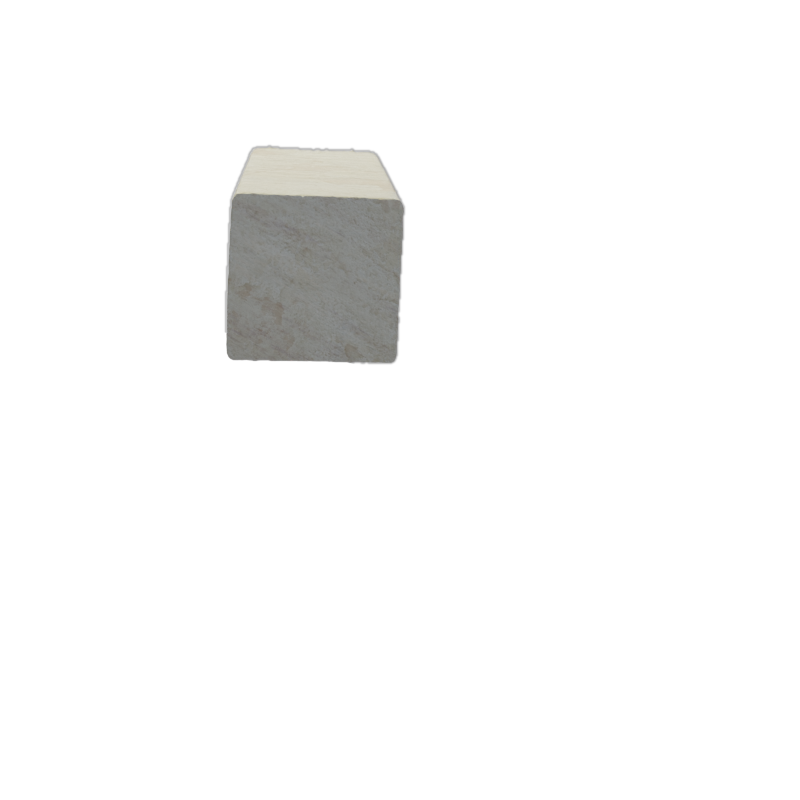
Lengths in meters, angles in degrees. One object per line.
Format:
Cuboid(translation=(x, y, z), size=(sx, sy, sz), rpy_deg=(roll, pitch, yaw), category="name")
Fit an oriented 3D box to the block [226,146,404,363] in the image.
Cuboid(translation=(-0.053, -0.096, 0.669), size=(0.090, 0.087, 0.214), rpy_deg=(2, 17, -4), category="block")
